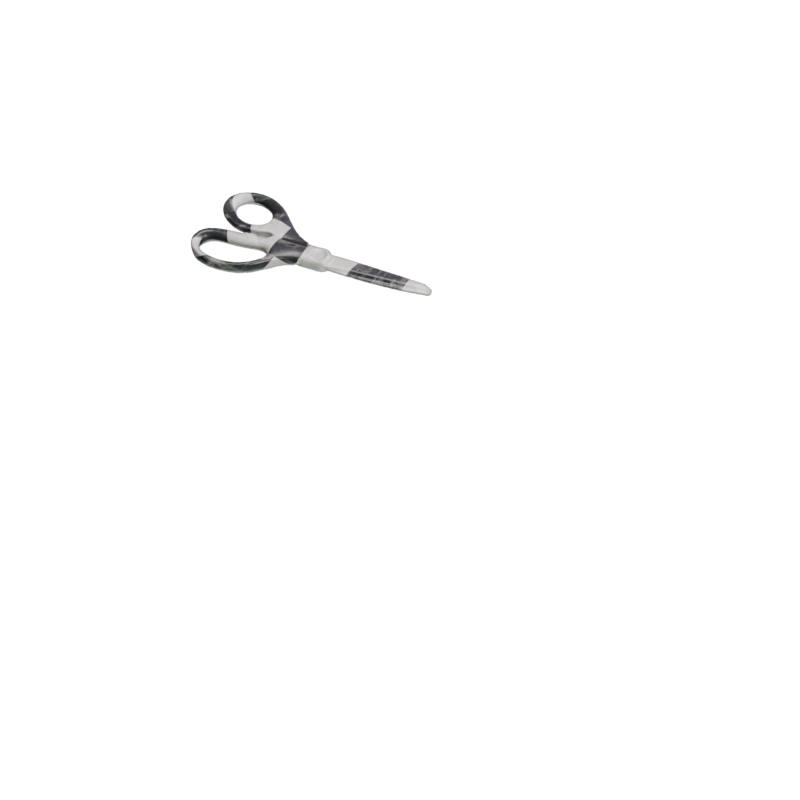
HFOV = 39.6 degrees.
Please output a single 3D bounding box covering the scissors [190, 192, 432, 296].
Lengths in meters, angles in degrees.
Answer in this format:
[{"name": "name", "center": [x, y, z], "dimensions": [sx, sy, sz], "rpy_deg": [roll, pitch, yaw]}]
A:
[{"name": "scissors", "center": [-0.073, -0.133, 0.928], "dimensions": [0.203, 0.102, 0.015], "rpy_deg": [5, -40, 4]}]
